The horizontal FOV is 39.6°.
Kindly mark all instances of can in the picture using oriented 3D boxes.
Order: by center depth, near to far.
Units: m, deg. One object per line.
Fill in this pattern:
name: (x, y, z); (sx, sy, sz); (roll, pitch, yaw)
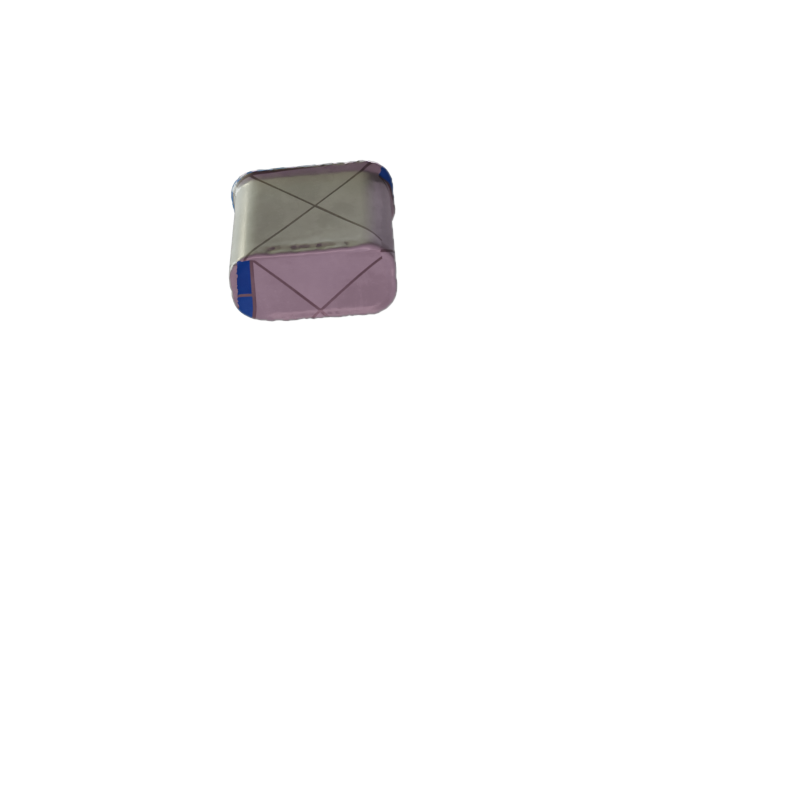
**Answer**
can: (-0.052, -0.095, 0.667); (0.102, 0.053, 0.090); (-5, 42, 2)
